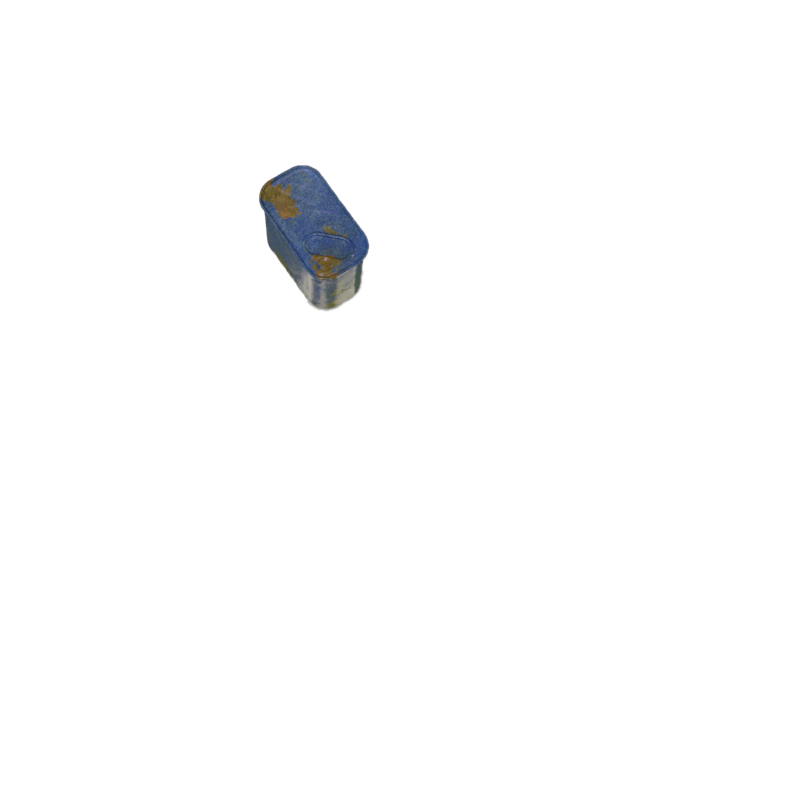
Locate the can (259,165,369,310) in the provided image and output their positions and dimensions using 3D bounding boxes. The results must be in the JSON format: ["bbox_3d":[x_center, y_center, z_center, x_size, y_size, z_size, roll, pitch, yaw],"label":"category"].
[{"bbox_3d":[-0.073,-0.133,0.931,0.057,0.107,0.080,-31,-17,-13],"label":"can"}]
